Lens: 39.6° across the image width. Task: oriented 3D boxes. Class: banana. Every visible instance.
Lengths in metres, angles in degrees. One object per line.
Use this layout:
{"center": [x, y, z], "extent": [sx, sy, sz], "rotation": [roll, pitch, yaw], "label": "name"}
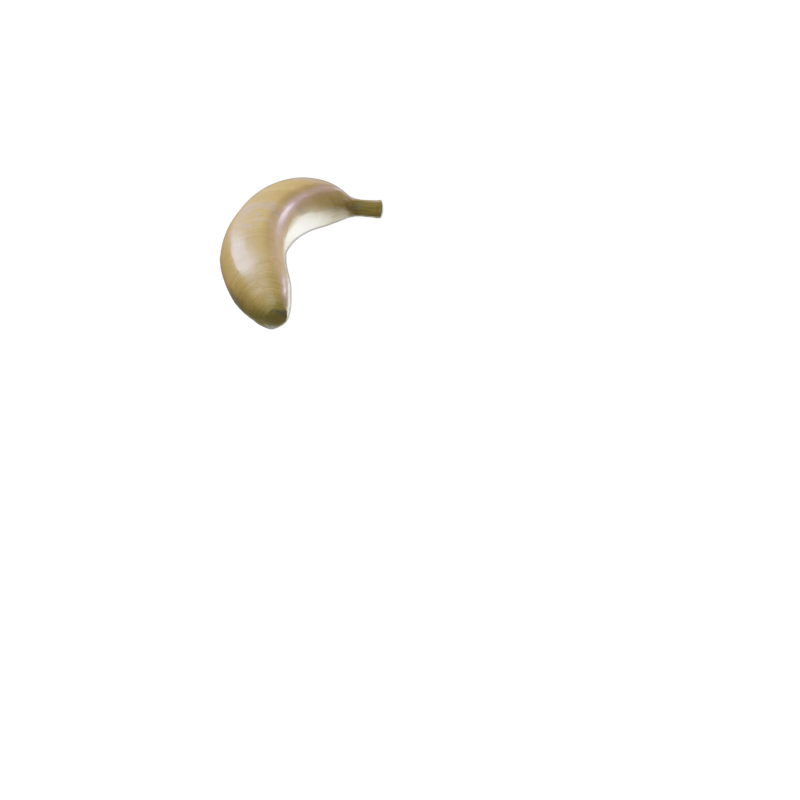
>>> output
{"center": [-0.067, -0.096, 0.650], "extent": [0.071, 0.035, 0.204], "rotation": [7, 29, 13], "label": "banana"}
